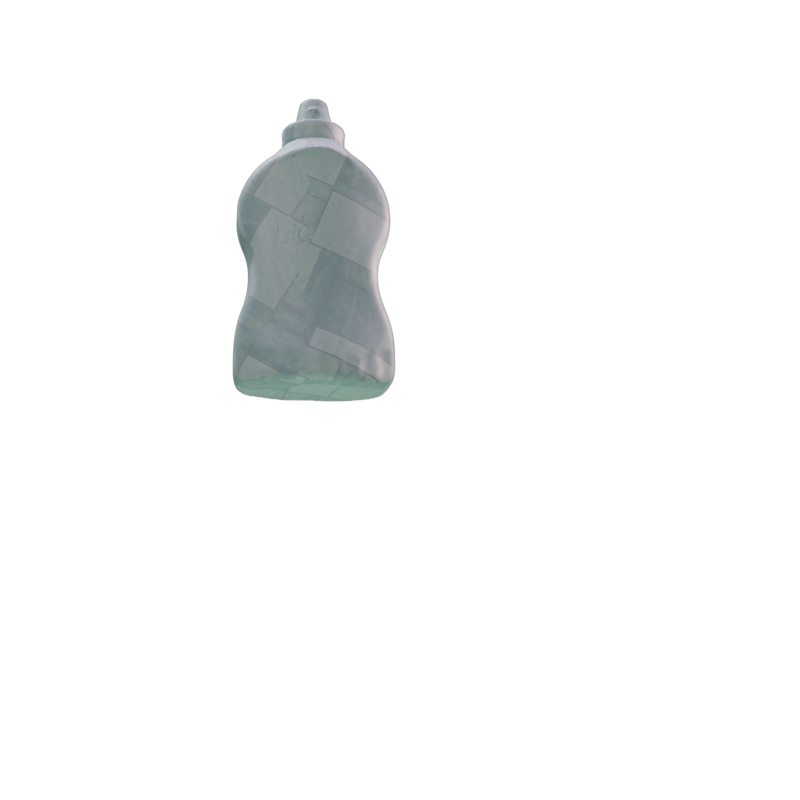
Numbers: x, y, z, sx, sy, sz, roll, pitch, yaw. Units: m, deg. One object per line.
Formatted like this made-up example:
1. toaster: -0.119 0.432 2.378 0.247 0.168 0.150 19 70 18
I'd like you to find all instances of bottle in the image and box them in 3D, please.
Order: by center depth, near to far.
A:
1. bottle: -0.054 -0.099 0.689 0.095 0.201 0.056 1 -20 -6
